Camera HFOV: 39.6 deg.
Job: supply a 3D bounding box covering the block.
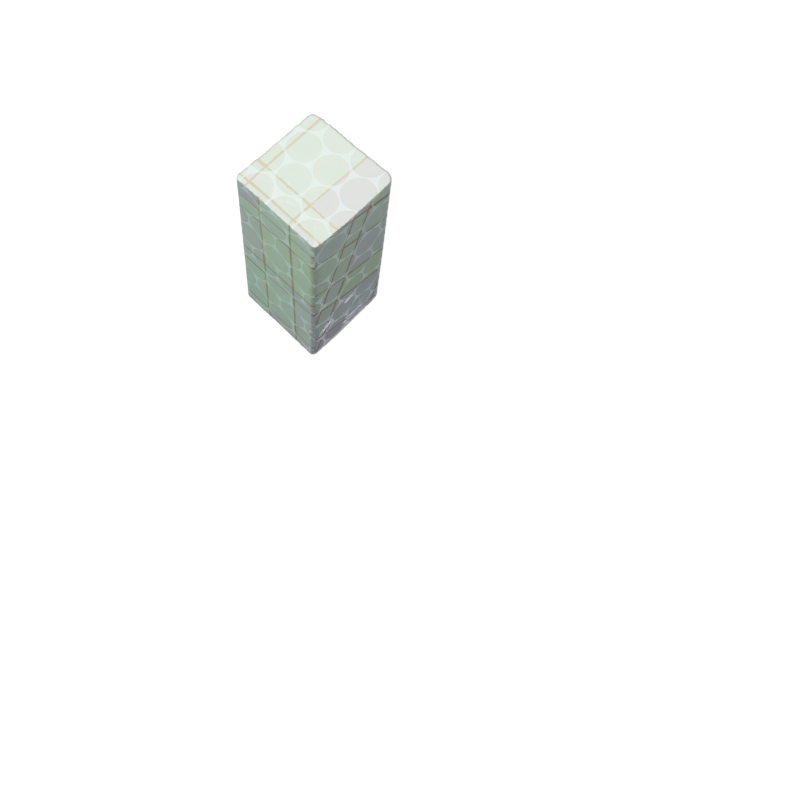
[{"bbox_3d":[-0.073,-0.135,0.946,0.091,0.095,0.195,-43,-14,-19],"label":"block"}]
